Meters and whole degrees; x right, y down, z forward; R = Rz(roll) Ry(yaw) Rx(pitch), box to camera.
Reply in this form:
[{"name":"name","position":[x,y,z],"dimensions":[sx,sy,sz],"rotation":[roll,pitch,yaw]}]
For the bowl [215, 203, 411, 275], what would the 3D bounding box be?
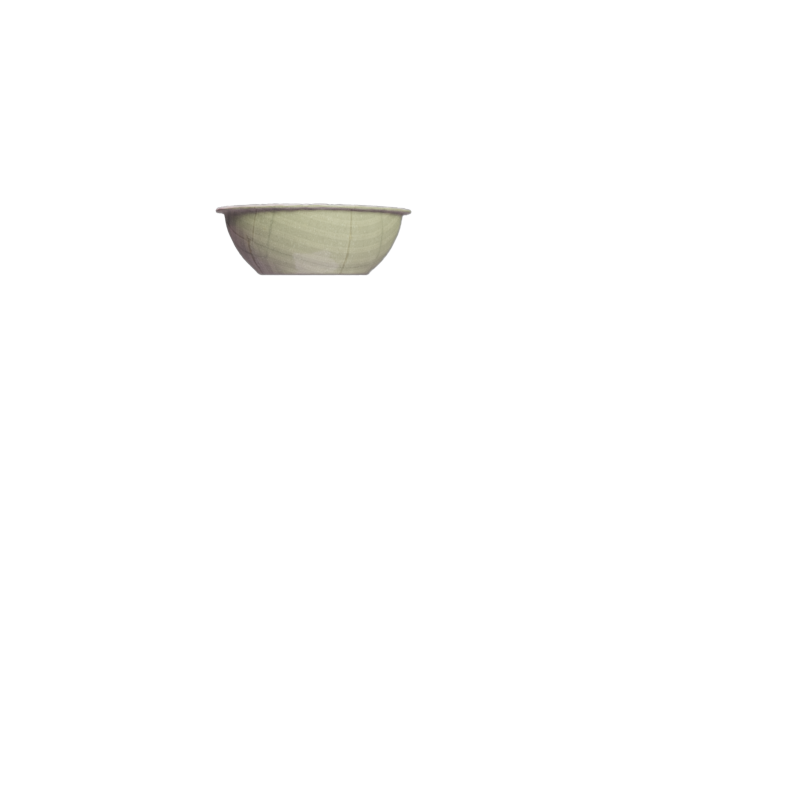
[{"name":"bowl","position":[-0.071,-0.130,0.912],"dimensions":[0.162,0.055,0.163],"rotation":[0,6,-2]}]
